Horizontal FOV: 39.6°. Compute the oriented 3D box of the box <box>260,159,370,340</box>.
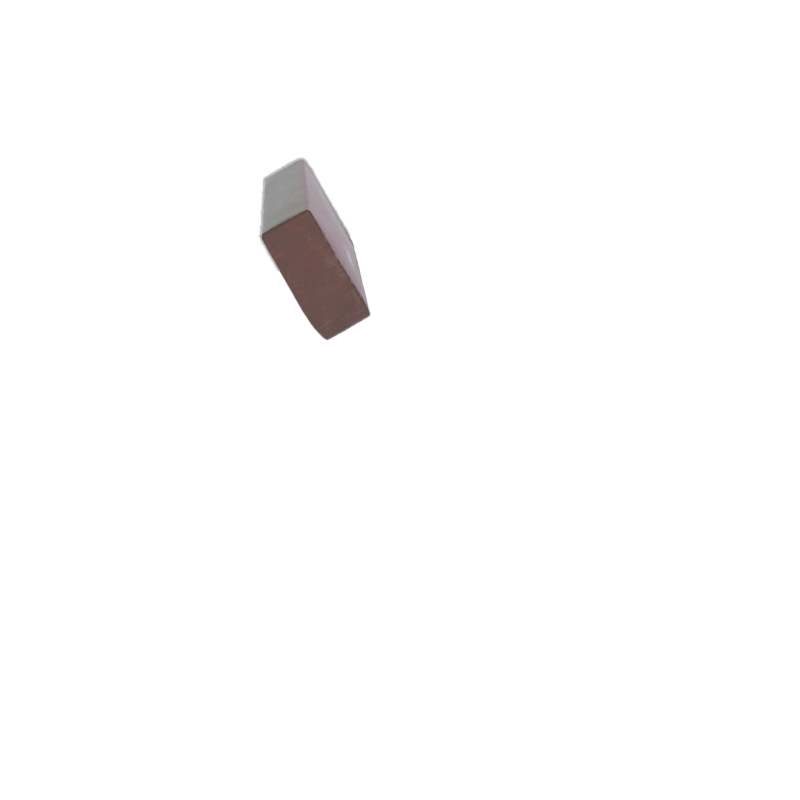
[{"bbox_3d":[-0.067,-0.122,0.854,0.048,0.089,0.185,-27,23,8],"label":"box"}]
